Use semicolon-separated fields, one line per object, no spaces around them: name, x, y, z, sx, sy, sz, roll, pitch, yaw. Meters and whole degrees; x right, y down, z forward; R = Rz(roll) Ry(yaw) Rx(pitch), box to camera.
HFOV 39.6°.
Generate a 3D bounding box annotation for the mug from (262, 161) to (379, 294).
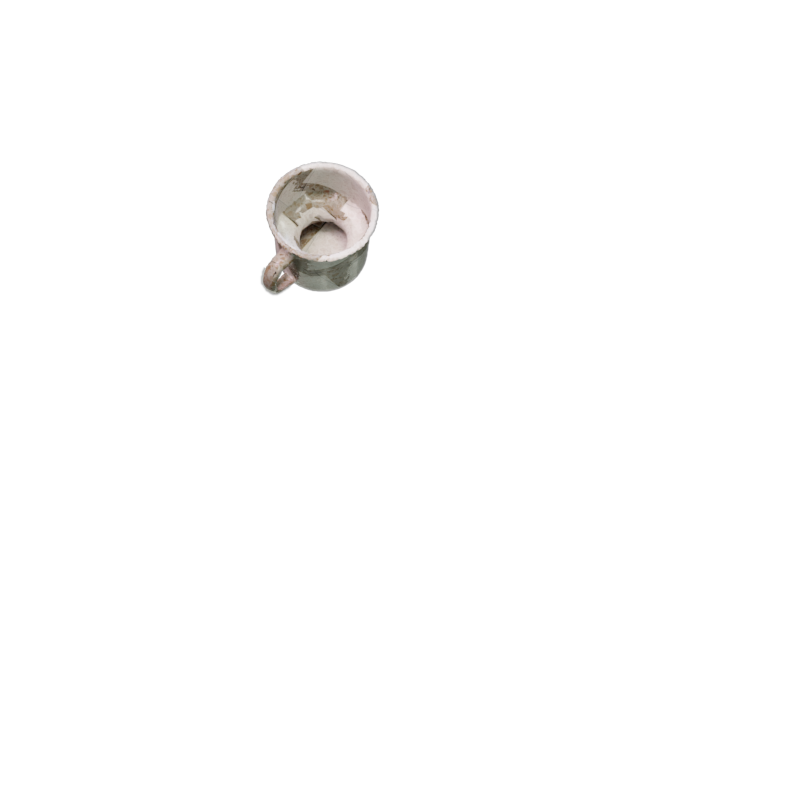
mug;-0.074;-0.135;0.944;0.097;0.119;0.077;35;-20;12
